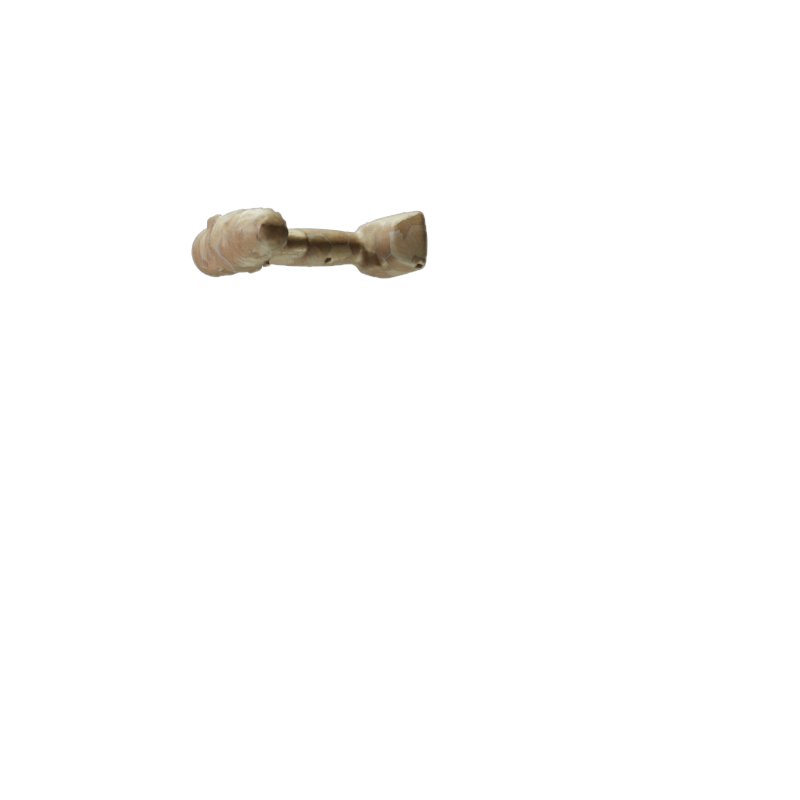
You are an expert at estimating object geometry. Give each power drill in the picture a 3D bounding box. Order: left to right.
[{"bbox_3d":[-0.075,-0.137,0.961,0.183,0.058,0.189,-1,3,-22],"label":"power drill"}]
